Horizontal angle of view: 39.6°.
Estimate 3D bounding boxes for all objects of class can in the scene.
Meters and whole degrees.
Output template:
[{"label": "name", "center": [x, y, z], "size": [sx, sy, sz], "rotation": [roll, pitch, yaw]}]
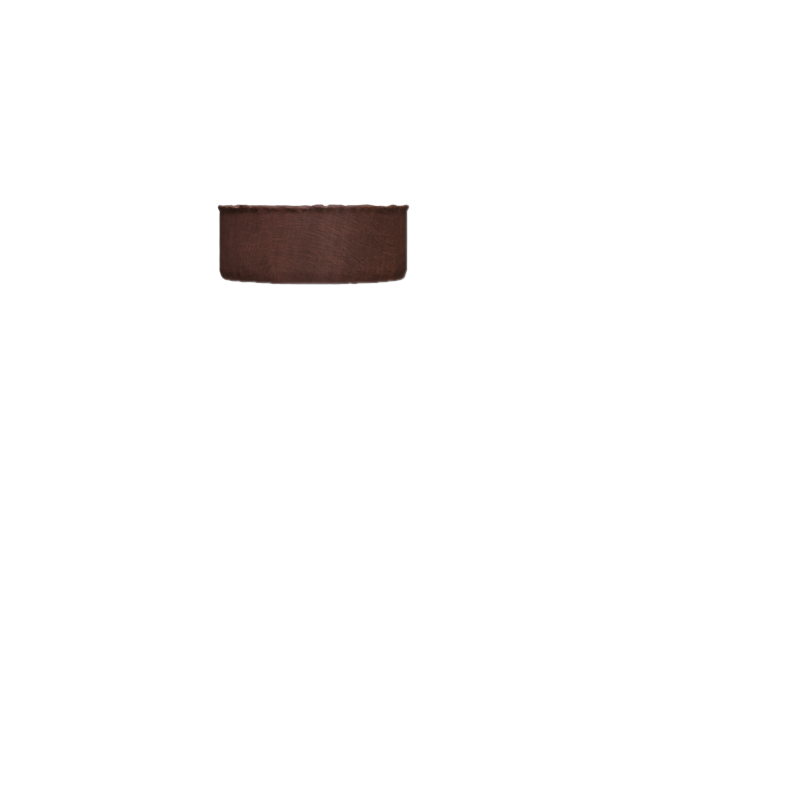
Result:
[{"label": "can", "center": [-0.039, -0.071, 0.498], "size": [0.086, 0.033, 0.087], "rotation": [0, 9, -2]}]
